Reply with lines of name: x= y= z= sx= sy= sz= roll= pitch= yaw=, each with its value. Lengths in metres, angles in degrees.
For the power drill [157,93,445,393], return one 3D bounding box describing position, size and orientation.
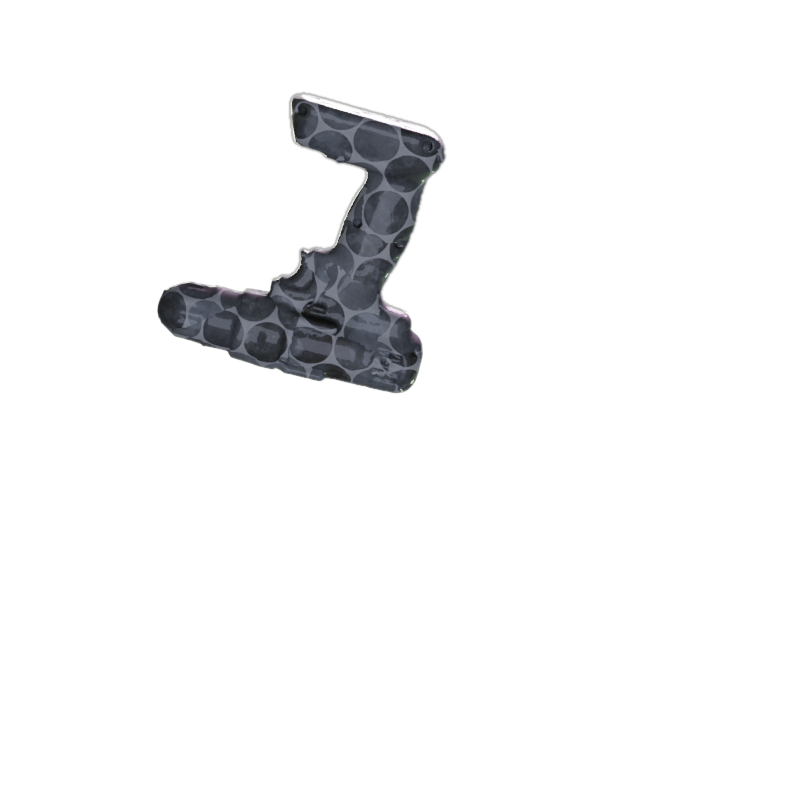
power drill: x=-0.059 y=-0.107 z=0.747 sx=0.183 sy=0.182 sz=0.059 roll=14 pitch=15 yaw=-4
